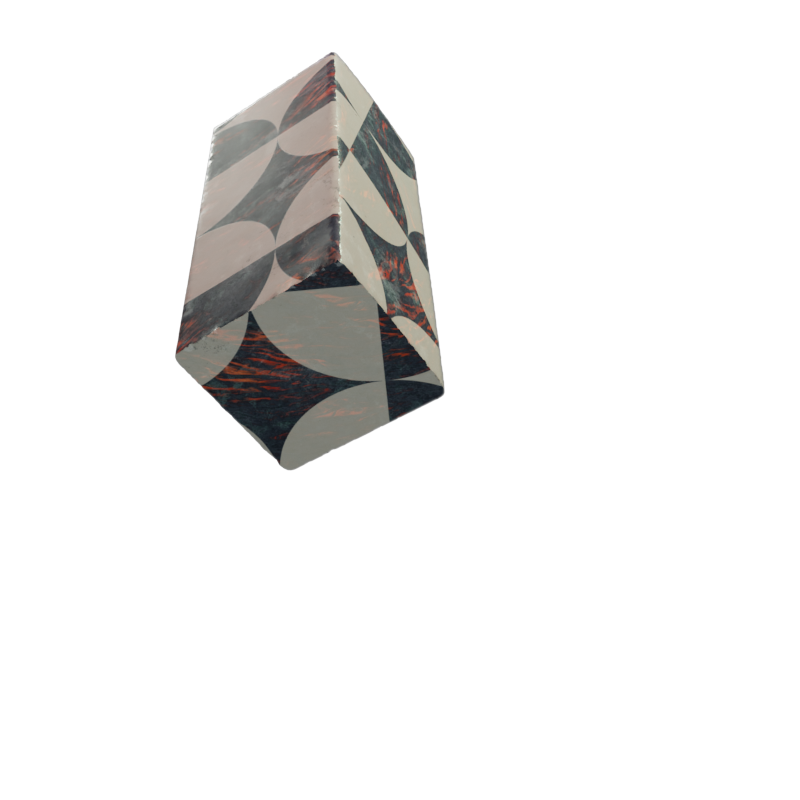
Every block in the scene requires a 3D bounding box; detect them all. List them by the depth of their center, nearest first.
[{"bbox_3d":[-0.044,-0.081,0.570,0.091,0.084,0.221,-28,35,18],"label":"block"}]
